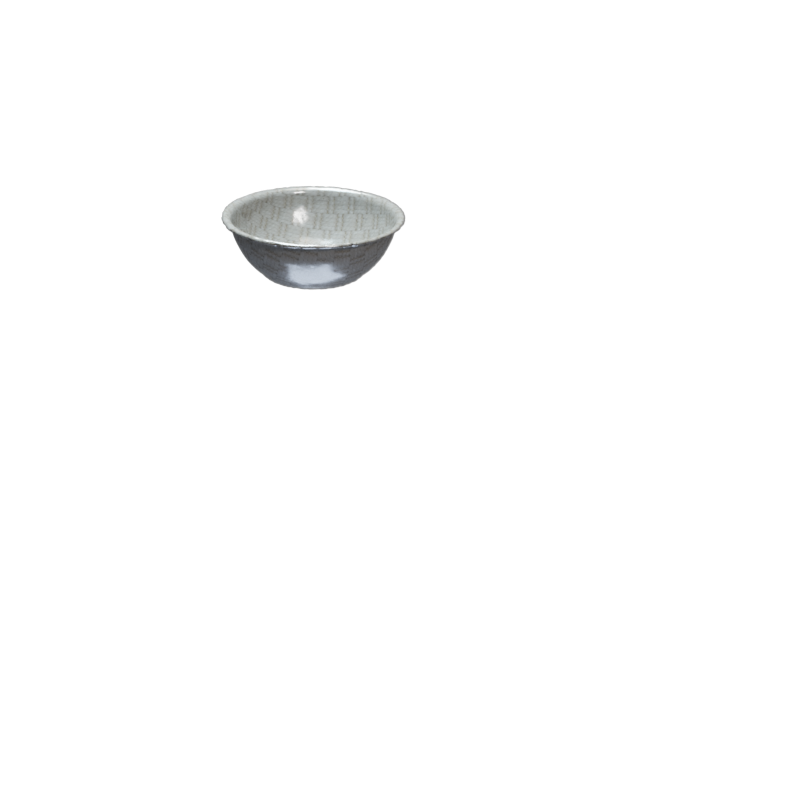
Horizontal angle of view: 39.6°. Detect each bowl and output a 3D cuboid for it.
[{"bbox_3d":[-0.077,-0.140,0.981,0.162,0.052,0.171,-1,27,-2],"label":"bowl"}]
